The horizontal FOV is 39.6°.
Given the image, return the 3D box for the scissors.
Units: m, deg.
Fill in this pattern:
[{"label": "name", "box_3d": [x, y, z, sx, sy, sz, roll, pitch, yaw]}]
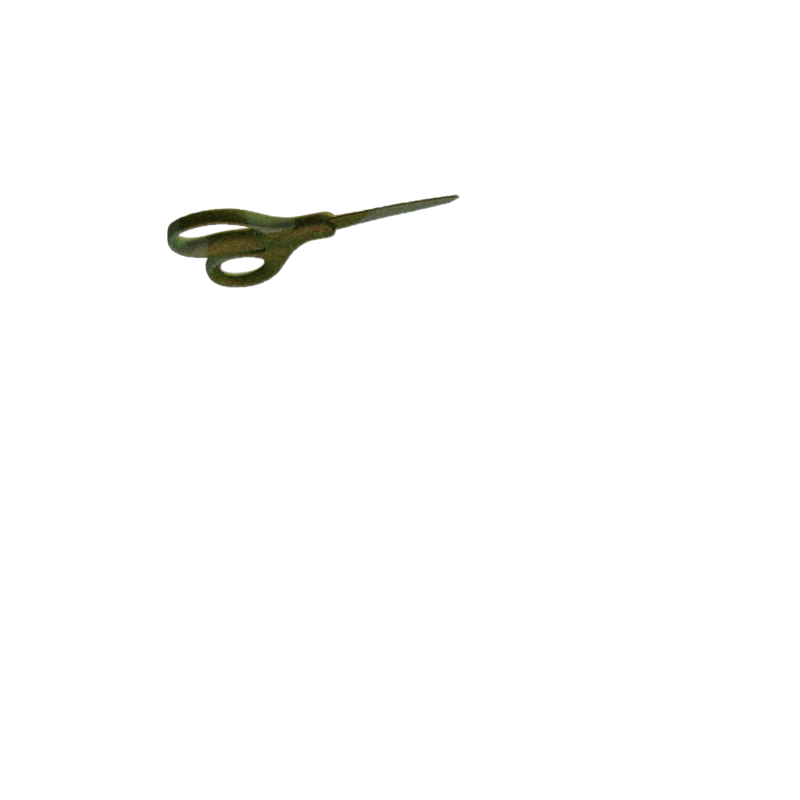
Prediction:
[{"label": "scissors", "box_3d": [-0.061, -0.111, 0.777, 0.203, 0.017, 0.090, -2, -27, 4]}]
